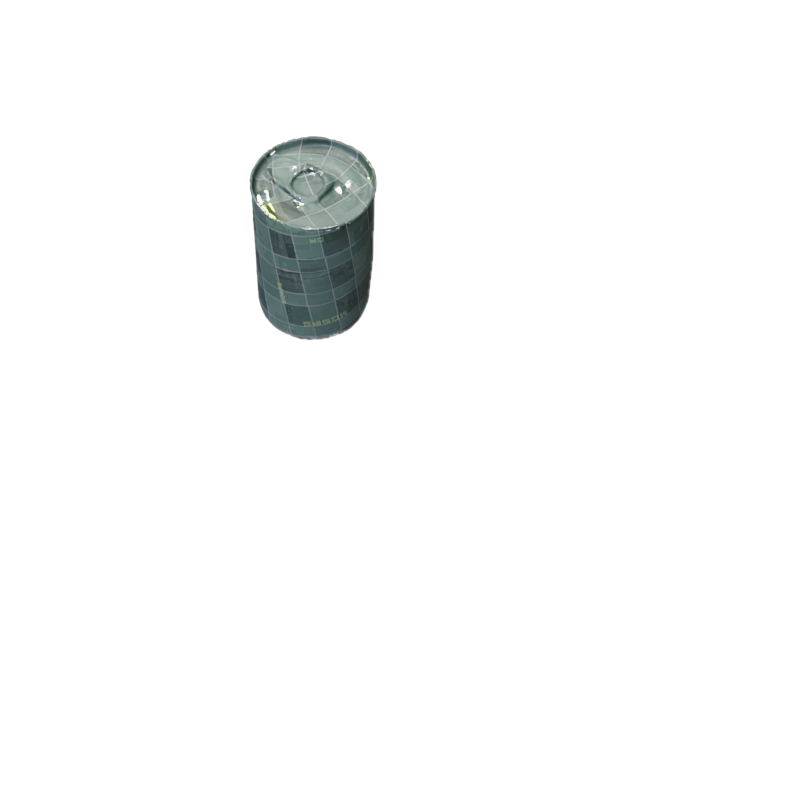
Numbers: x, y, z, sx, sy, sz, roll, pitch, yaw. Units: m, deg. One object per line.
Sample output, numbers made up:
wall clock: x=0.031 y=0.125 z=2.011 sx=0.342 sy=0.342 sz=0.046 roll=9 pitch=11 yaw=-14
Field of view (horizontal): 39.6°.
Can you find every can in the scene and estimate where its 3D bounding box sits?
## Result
can: x=-0.049 y=-0.090 z=0.628 sx=0.068 sy=0.073 sz=0.095 roll=0 pitch=-36 yaw=-3
